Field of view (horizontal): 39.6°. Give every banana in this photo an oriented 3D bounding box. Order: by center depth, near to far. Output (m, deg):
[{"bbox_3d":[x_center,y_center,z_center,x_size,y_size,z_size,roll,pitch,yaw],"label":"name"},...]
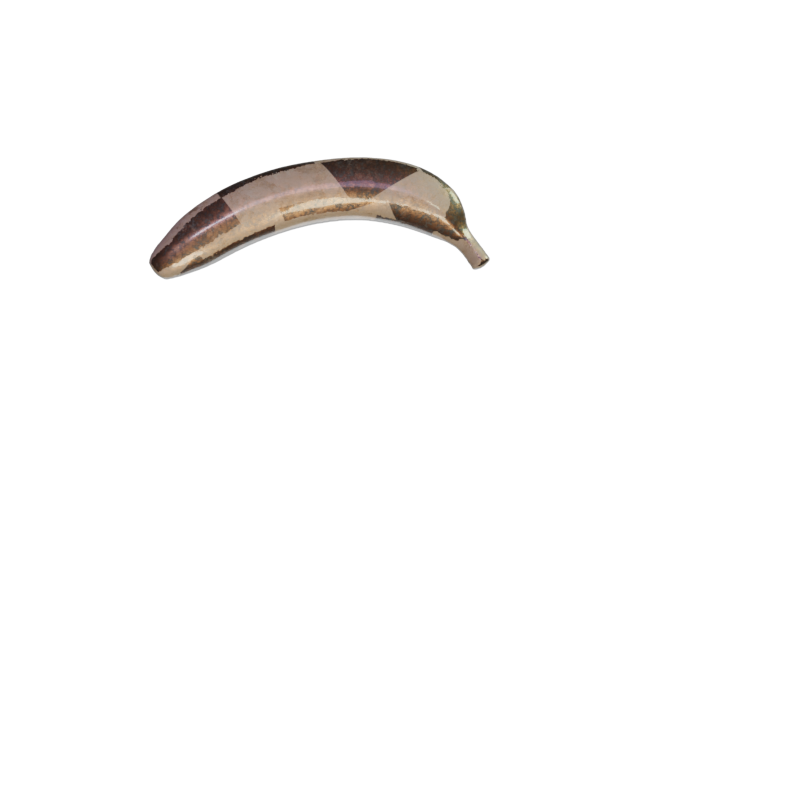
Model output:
[{"bbox_3d":[-0.048,-0.109,0.650,0.197,0.074,0.035,-3,-26,-2],"label":"banana"}]
